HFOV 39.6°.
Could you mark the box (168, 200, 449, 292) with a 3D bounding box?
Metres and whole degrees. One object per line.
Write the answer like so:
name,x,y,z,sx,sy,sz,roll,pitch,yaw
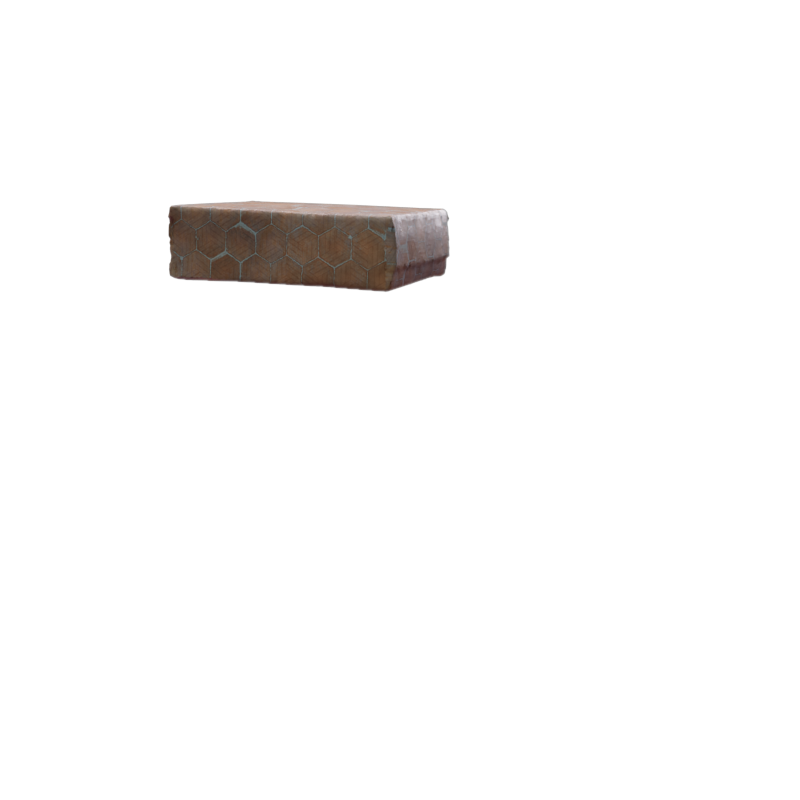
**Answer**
box,-0.042,-0.077,0.536,0.117,0.038,0.089,4,10,20
